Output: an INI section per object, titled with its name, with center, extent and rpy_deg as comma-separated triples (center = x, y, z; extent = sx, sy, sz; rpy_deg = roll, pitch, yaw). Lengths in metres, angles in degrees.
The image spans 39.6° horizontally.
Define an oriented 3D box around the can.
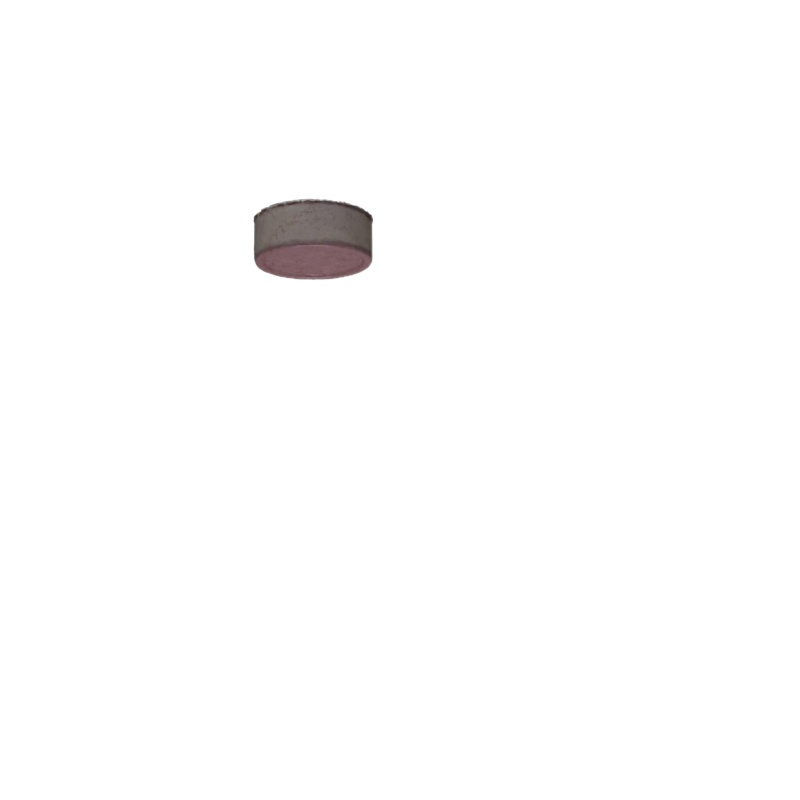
[can]
center = -0.062, -0.113, 0.790
extent = 0.086, 0.035, 0.083
rpy_deg = 0, -12, -2
